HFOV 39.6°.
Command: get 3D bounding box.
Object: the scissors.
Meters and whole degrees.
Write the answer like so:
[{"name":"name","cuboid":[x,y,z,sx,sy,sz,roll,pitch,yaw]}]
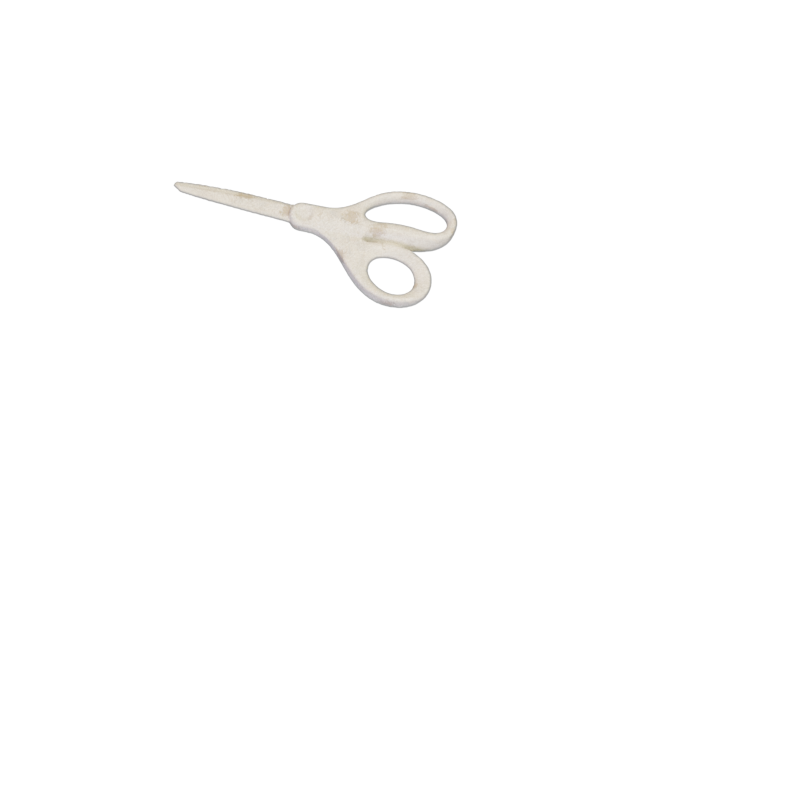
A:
[{"name":"scissors","cuboid":[-0.061,-0.111,0.777,0.202,0.102,0.015,0,-26,0]}]
